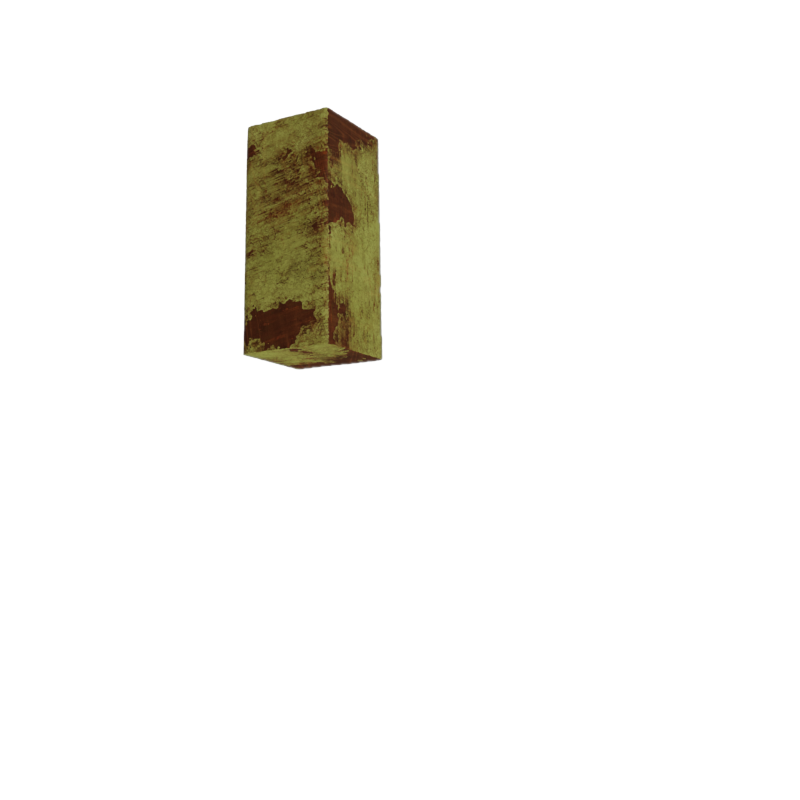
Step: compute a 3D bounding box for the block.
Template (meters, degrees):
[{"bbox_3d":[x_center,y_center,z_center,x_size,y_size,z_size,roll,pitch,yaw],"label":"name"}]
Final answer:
[{"bbox_3d":[-0.077,-0.139,0.975,0.092,0.214,0.085,-10,-17,29],"label":"block"}]
